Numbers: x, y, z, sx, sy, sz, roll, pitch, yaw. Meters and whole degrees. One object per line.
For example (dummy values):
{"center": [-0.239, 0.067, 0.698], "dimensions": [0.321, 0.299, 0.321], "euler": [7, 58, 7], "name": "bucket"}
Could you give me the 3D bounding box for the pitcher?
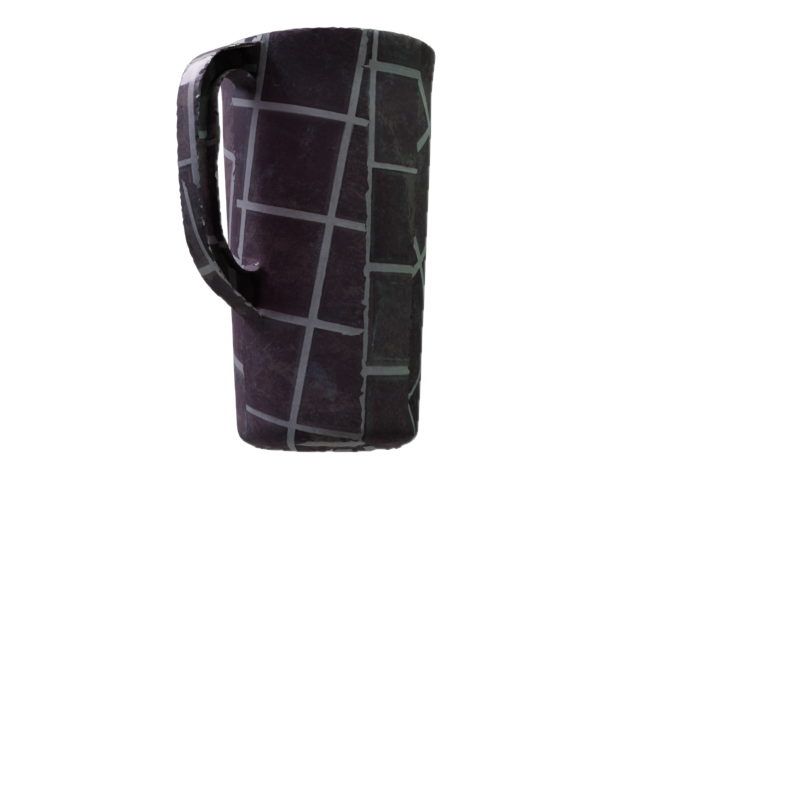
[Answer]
{"center": [-0.052, -0.095, 0.662], "dimensions": [0.149, 0.247, 0.143], "euler": [0, -4, -1], "name": "pitcher"}
